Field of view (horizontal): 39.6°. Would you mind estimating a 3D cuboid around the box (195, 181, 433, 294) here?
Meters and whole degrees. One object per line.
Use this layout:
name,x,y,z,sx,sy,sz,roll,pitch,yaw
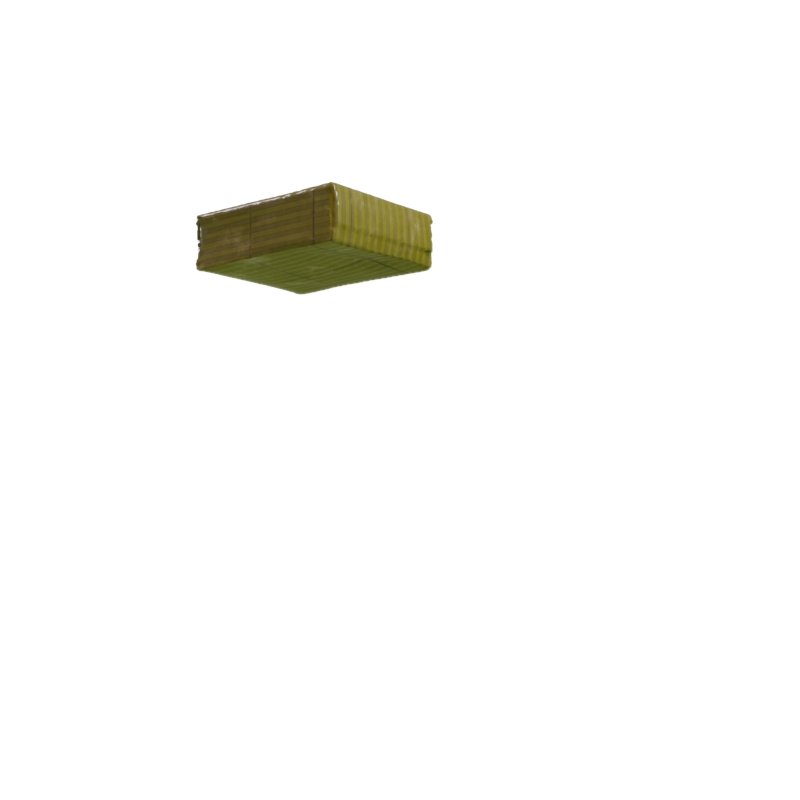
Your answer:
box,-0.051,-0.093,0.654,0.116,0.040,0.085,-8,-12,40
